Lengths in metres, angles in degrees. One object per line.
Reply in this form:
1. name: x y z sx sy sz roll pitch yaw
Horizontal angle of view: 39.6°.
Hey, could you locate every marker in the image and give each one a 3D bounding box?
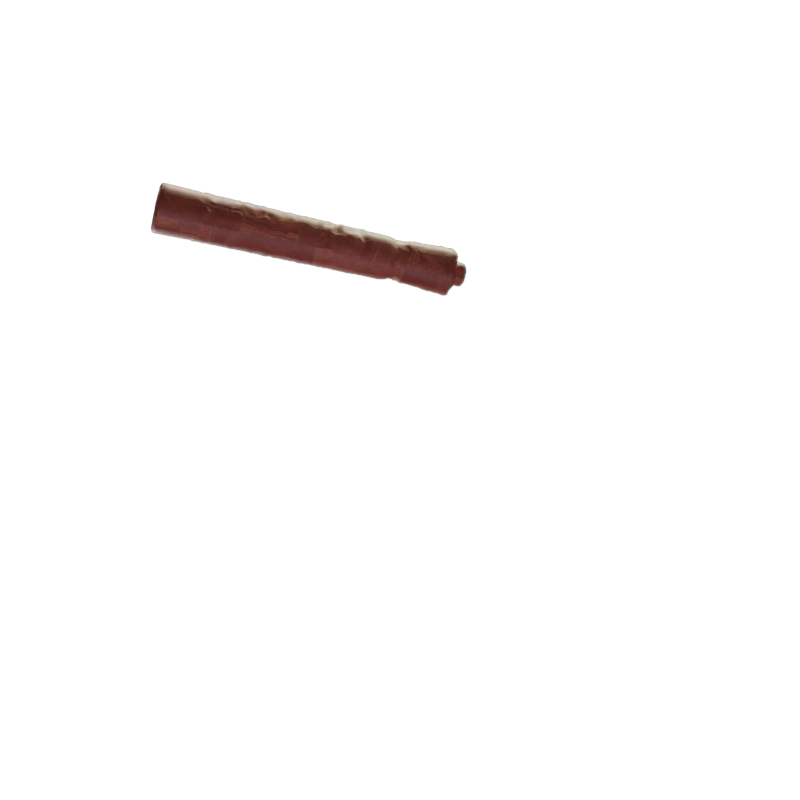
1. marker: -0.033 -0.060 0.419 0.118 0.020 0.020 11 1 -11
